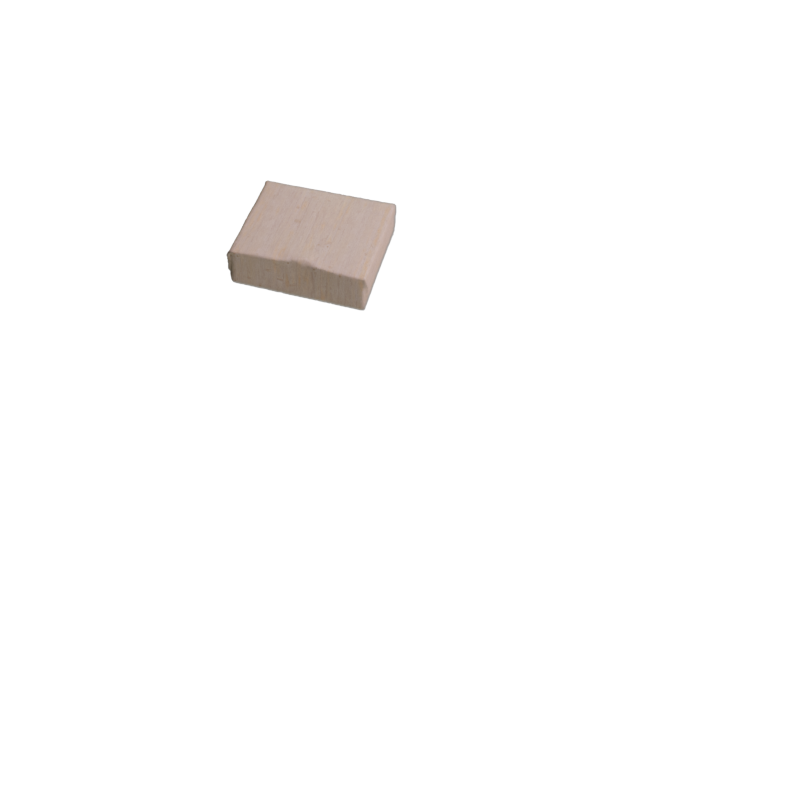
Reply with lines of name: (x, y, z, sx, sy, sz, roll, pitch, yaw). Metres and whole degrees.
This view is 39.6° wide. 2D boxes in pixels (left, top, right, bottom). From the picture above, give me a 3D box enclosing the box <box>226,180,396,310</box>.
box: (-0.054, -0.099, 0.692, 0.091, 0.028, 0.077, 12, 47, 11)
